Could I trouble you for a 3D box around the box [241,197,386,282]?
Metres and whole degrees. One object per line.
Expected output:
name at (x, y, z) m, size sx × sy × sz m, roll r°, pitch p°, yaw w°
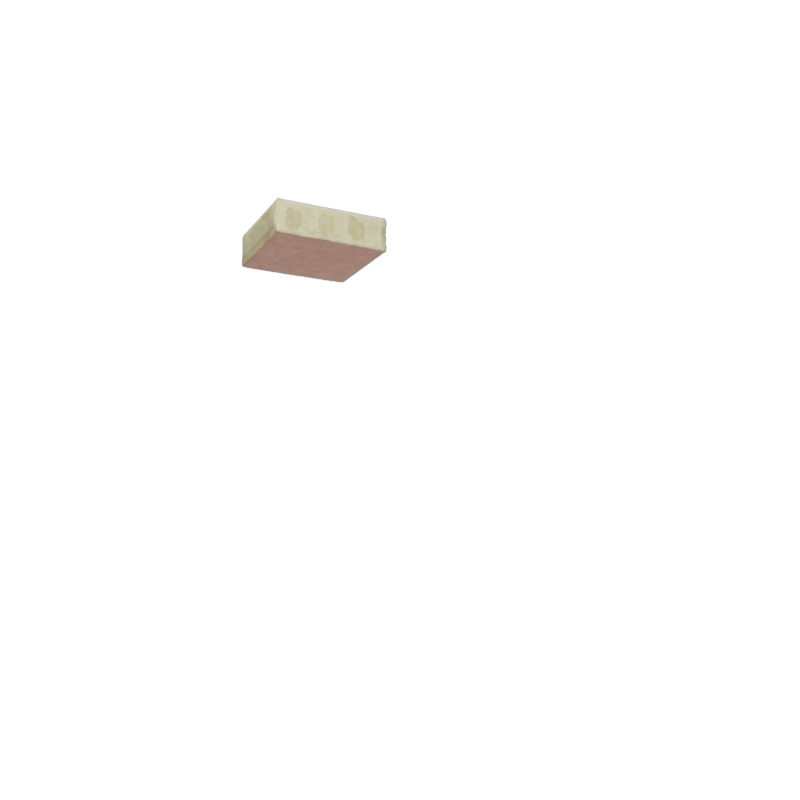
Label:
box at (-0.065, -0.118, 0.826) m, size 0.086 × 0.032 × 0.072 m, roll 7°, pitch -18°, yaw -24°
